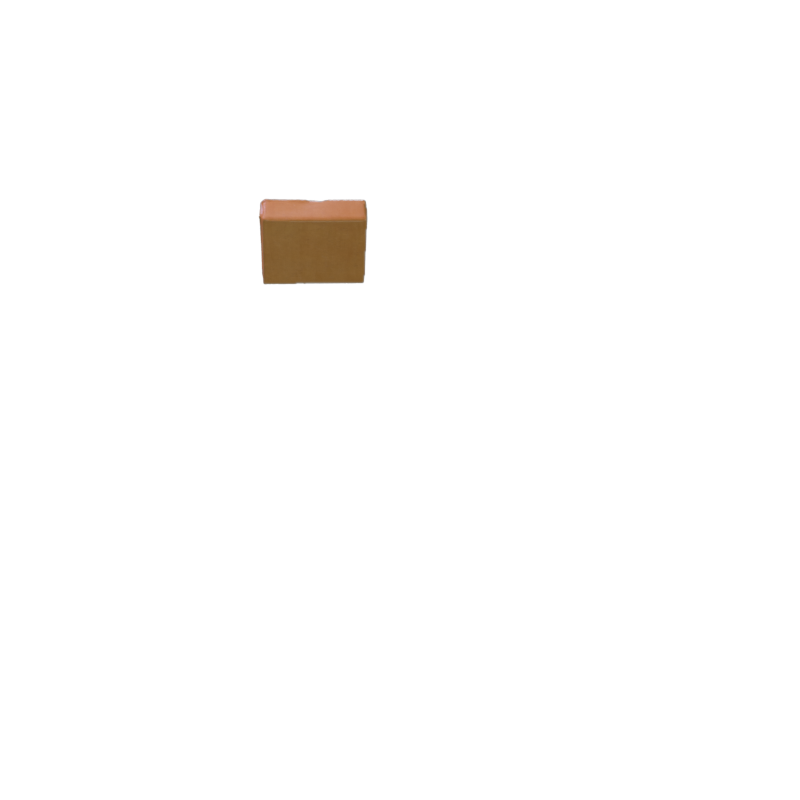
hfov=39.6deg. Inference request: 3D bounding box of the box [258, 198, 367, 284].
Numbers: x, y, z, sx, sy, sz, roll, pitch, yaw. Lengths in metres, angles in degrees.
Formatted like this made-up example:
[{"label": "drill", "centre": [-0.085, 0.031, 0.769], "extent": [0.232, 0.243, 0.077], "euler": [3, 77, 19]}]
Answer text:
[{"label": "box", "centre": [-0.073, -0.134, 0.936], "extent": [0.089, 0.068, 0.032], "euler": [1, 45, -1]}]
